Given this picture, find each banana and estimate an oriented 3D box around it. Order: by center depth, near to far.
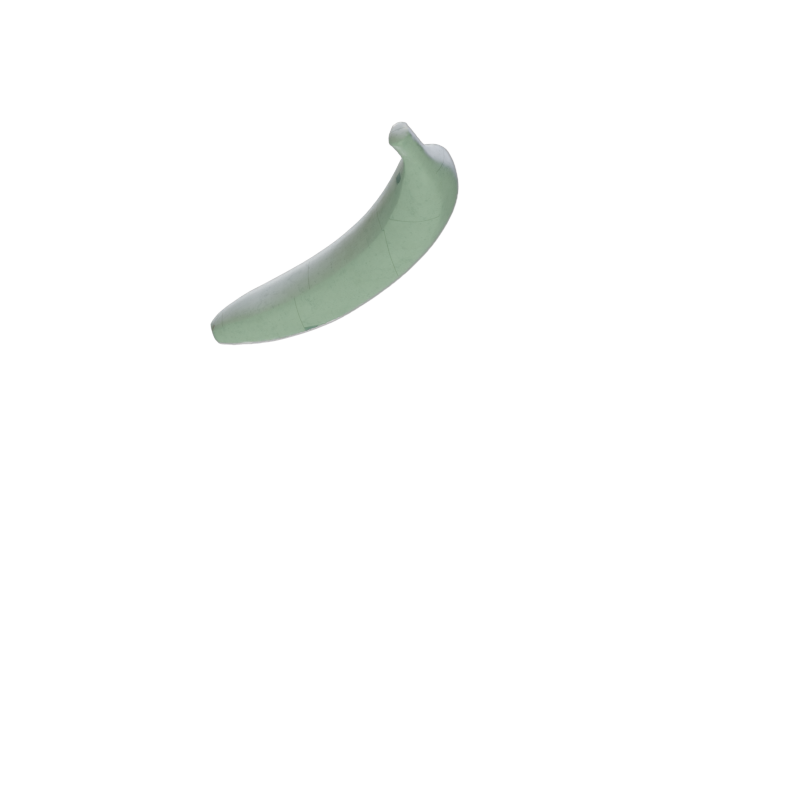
[{"bbox_3d":[-0.027,-0.079,0.578,0.066,0.039,0.193,20,-39,-27],"label":"banana"}]
